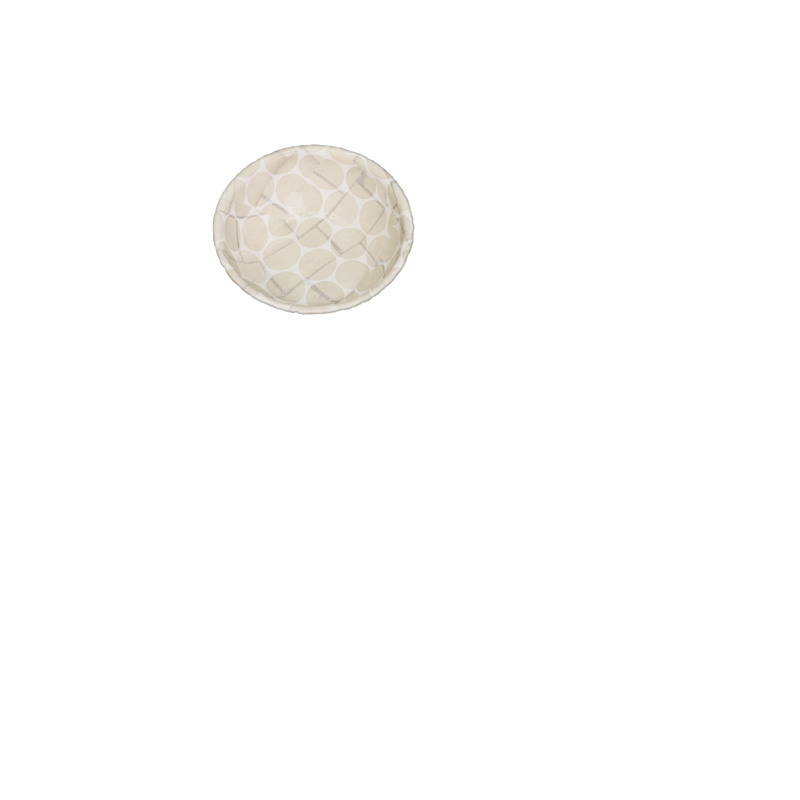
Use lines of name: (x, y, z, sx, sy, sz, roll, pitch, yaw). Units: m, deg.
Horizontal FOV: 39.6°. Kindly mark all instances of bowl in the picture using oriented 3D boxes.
bowl: (-0.071, -0.130, 0.909, 0.162, 0.173, 0.052, -1, -29, -1)
